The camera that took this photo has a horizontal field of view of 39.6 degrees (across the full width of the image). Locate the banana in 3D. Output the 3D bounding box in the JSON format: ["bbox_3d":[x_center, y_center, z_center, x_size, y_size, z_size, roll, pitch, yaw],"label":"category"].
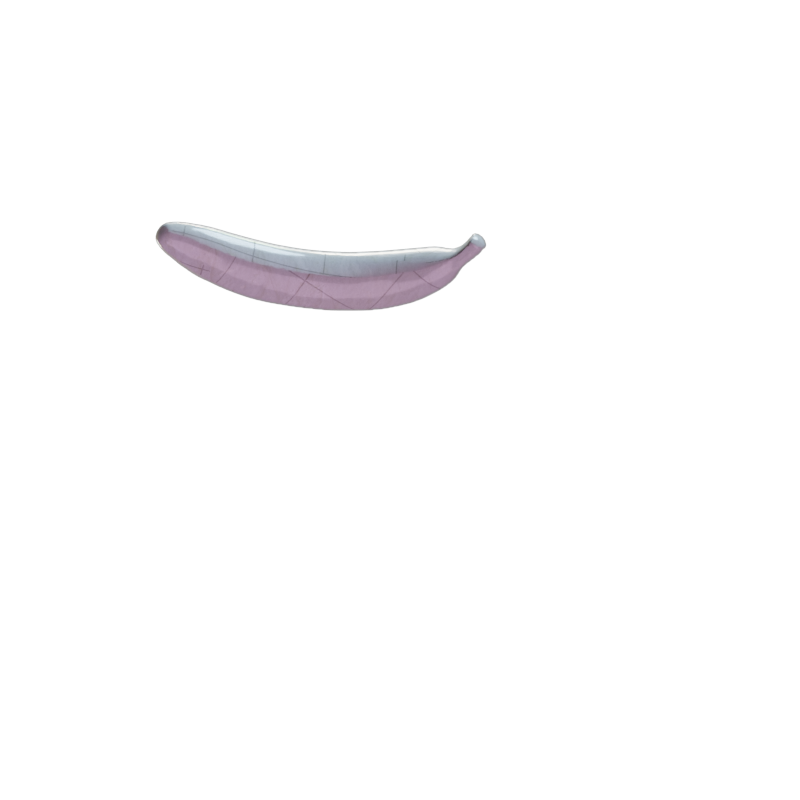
[{"bbox_3d":[-0.050,-0.085,0.689,0.197,0.039,0.065,1,-44,-1],"label":"banana"}]
